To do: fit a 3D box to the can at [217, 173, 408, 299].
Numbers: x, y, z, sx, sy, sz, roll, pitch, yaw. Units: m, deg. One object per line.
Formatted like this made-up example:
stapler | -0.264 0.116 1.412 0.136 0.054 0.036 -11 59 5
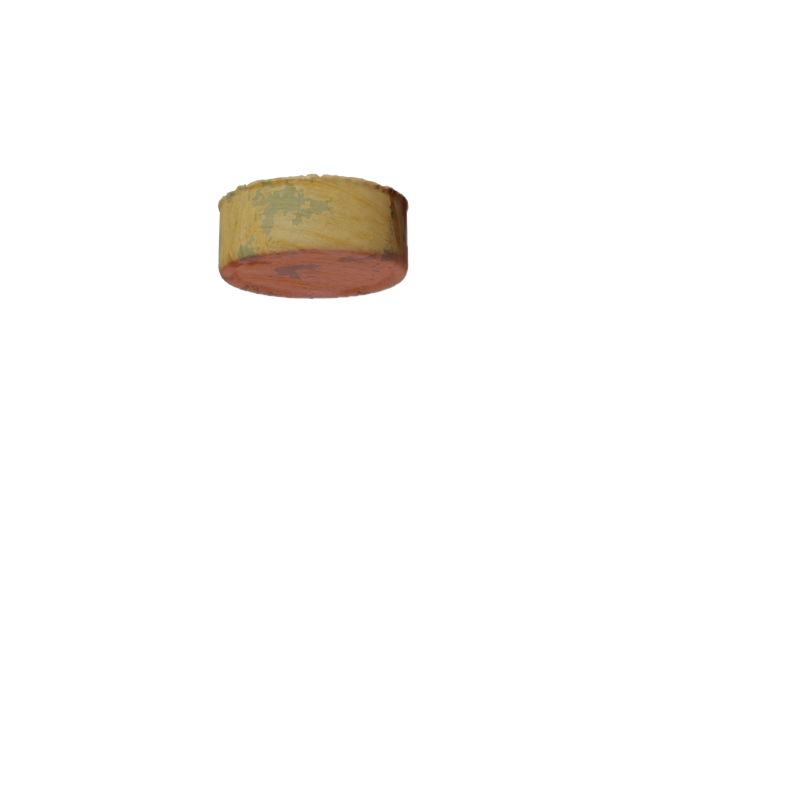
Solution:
can | -0.039 -0.071 0.496 0.086 0.035 0.083 0 -10 -2
